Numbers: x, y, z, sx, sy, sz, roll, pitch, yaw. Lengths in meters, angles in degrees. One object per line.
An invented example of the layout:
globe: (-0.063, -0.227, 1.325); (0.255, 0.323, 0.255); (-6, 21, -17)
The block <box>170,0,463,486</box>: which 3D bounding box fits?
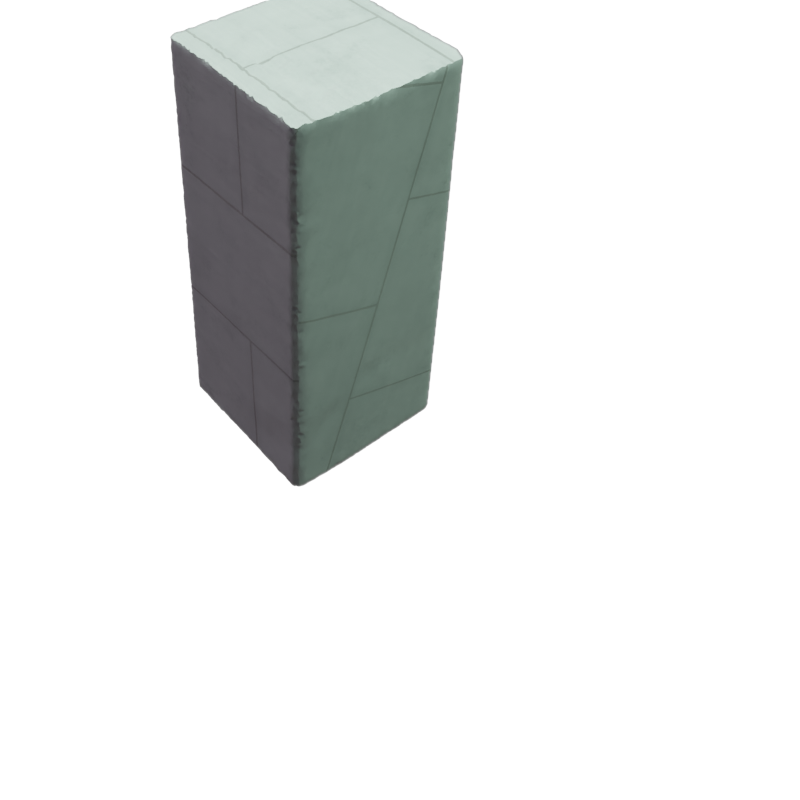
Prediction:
block: (-0.040, -0.074, 0.515); (0.090, 0.192, 0.097); (-28, 51, -30)
